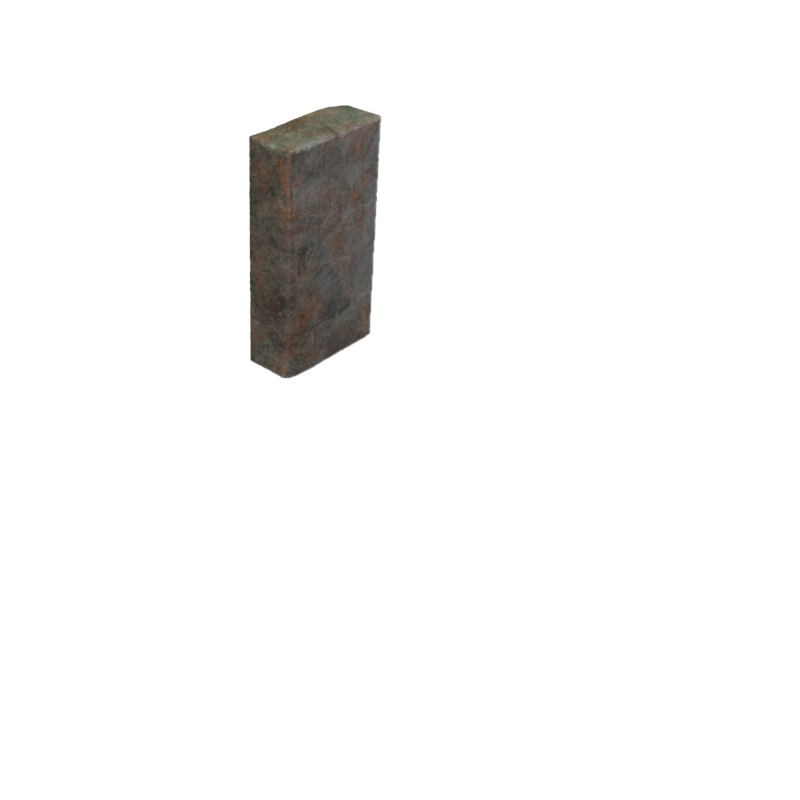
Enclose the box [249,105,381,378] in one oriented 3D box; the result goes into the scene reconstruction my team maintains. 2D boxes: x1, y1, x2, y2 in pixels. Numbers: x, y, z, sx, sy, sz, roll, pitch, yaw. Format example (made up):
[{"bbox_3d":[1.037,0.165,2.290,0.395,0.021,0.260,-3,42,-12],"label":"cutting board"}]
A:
[{"bbox_3d":[-0.061,-0.111,0.774,0.051,0.166,0.093,23,35,34],"label":"box"}]
